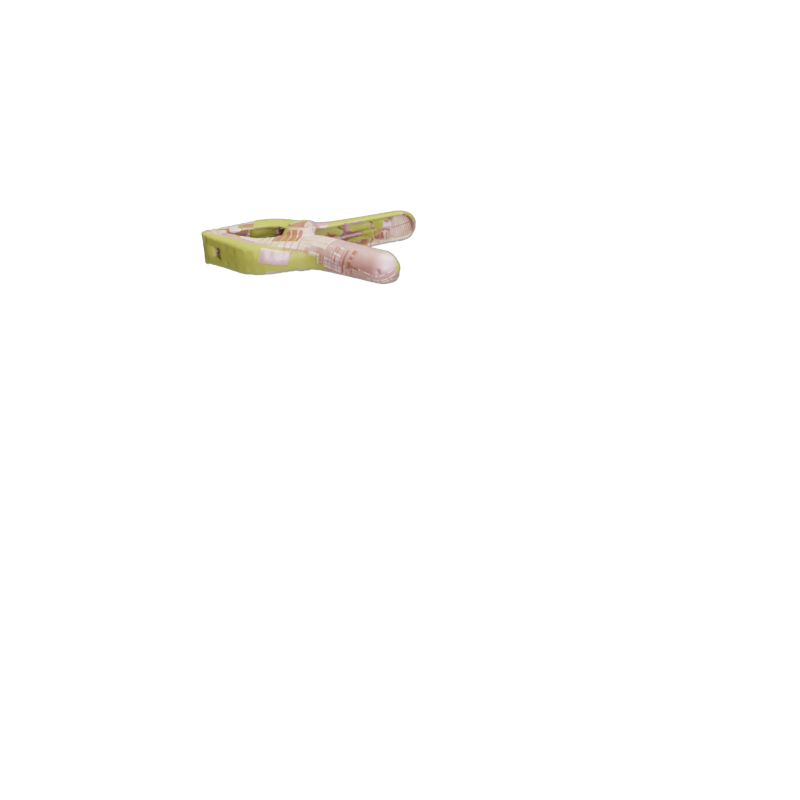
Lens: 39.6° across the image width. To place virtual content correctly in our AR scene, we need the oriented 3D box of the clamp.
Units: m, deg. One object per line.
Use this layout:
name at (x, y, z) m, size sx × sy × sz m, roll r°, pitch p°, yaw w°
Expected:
clamp at (-0.069, -0.126, 0.883) m, size 0.176 × 0.038 × 0.122 m, roll 7°, pitch 22°, yaw 17°
